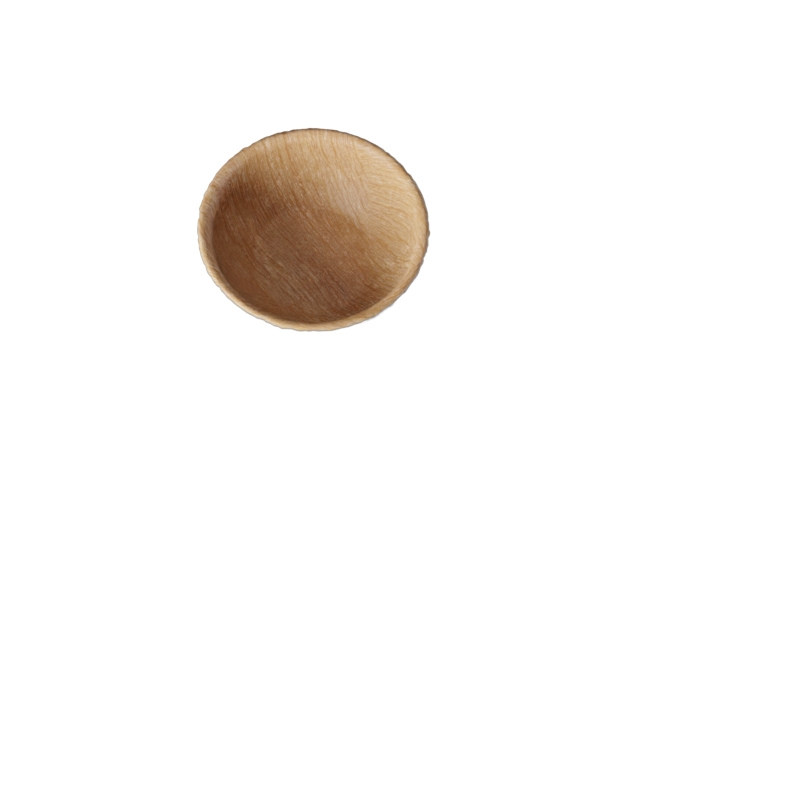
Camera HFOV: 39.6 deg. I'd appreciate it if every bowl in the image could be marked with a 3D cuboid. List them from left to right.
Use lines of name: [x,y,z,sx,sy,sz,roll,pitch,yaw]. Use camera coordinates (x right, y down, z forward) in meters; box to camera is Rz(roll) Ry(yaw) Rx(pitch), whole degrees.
bowl: [-0.062,-0.113,0.793,0.162,0.172,0.052,-1,-26,-1]
